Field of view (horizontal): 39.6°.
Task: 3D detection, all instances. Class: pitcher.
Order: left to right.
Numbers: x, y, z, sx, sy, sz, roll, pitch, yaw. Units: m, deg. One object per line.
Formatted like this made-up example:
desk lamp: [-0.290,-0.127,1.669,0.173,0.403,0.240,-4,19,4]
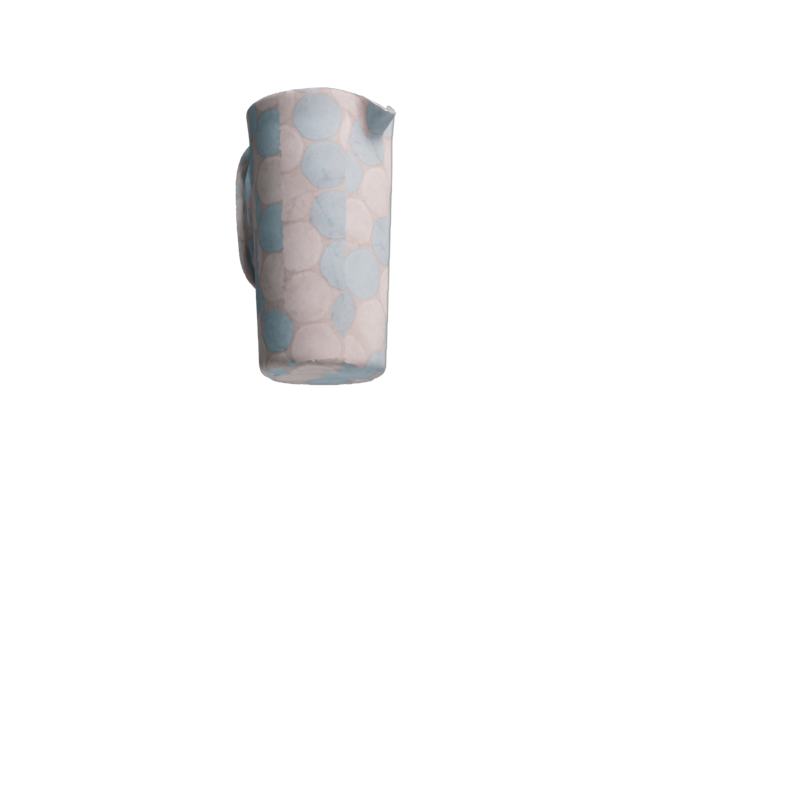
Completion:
pitcher: [-0.076,-0.138,0.970,0.144,0.251,0.145,0,-12,-3]
